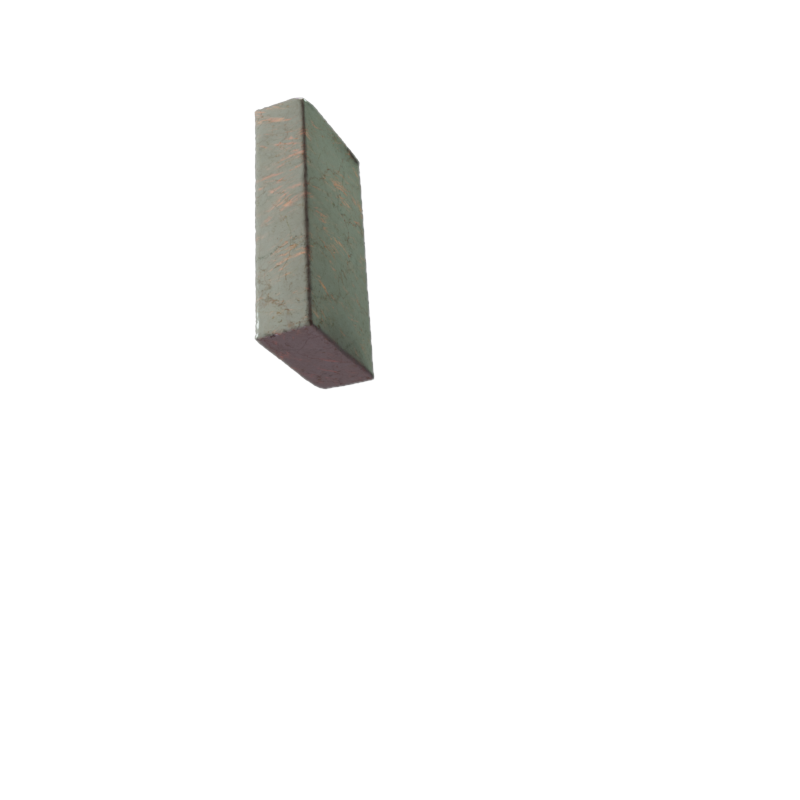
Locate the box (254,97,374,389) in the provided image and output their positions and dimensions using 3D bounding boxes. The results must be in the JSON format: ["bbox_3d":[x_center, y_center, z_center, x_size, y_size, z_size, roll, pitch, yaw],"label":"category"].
[{"bbox_3d":[-0.057,-0.105,0.735,0.049,0.187,0.086,-14,-30,21],"label":"box"}]
